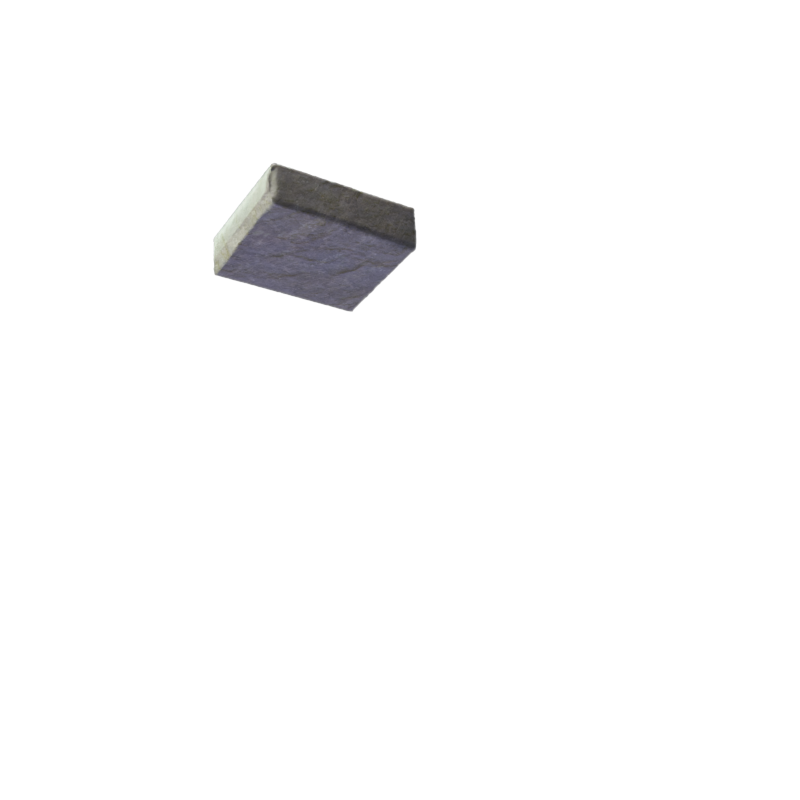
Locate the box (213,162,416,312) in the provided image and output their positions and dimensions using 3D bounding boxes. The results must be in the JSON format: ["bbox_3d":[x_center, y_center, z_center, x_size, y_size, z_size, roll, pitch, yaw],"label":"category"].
[{"bbox_3d":[-0.059,-0.108,0.753,0.109,0.042,0.088,17,-36,-26],"label":"box"}]
